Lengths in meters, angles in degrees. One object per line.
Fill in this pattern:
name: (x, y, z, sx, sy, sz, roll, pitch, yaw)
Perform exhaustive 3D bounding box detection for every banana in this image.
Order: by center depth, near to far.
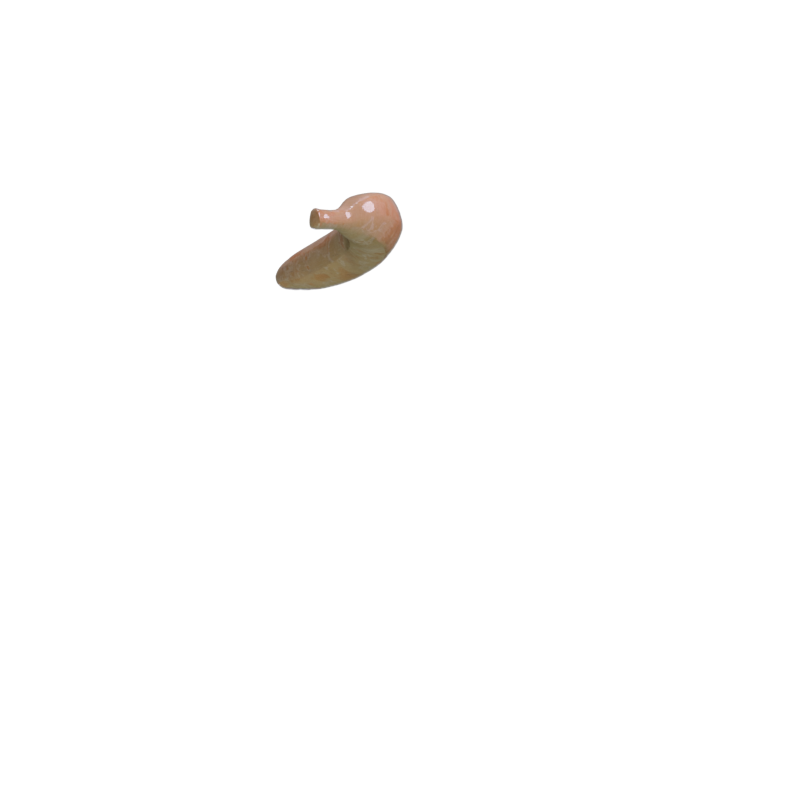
banana: (-0.039, -0.106, 0.737, 0.069, 0.038, 0.195, 2, -7, -12)
